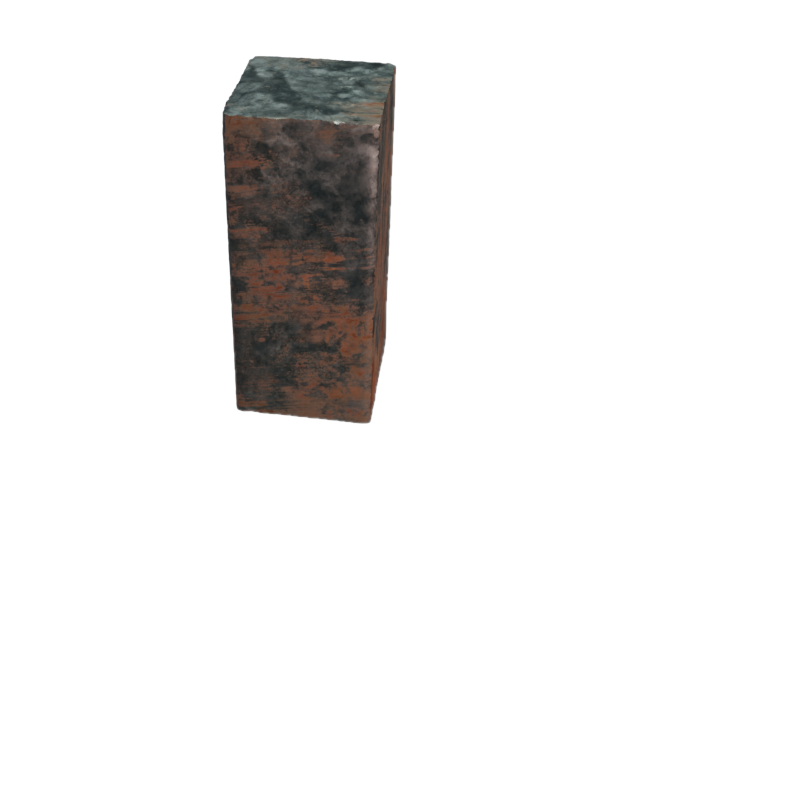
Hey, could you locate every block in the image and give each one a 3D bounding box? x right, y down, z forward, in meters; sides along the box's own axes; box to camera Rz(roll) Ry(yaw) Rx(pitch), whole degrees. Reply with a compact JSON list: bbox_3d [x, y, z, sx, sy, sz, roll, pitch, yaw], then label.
[{"bbox_3d":[-0.054,-0.098,0.684,0.091,0.193,0.096,5,34,4],"label":"block"}]
